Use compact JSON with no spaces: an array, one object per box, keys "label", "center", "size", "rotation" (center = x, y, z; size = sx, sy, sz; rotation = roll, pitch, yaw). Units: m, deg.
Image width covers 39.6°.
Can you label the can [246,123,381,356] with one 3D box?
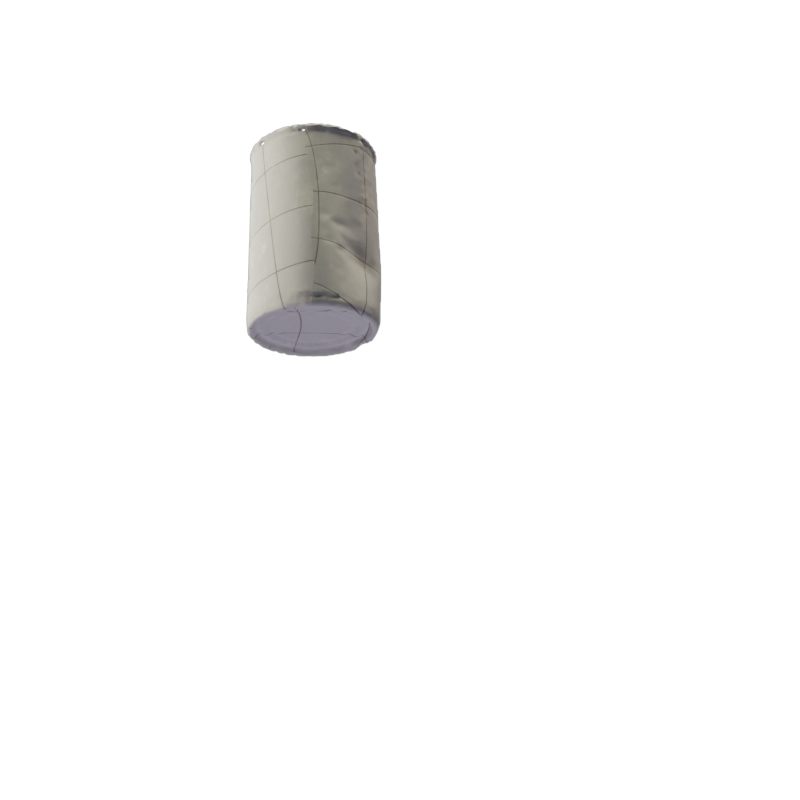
[{"label":"can","center":[-0.045,-0.082,0.572],"size":[0.068,0.108,0.065],"rotation":[0,-25,-2]}]
